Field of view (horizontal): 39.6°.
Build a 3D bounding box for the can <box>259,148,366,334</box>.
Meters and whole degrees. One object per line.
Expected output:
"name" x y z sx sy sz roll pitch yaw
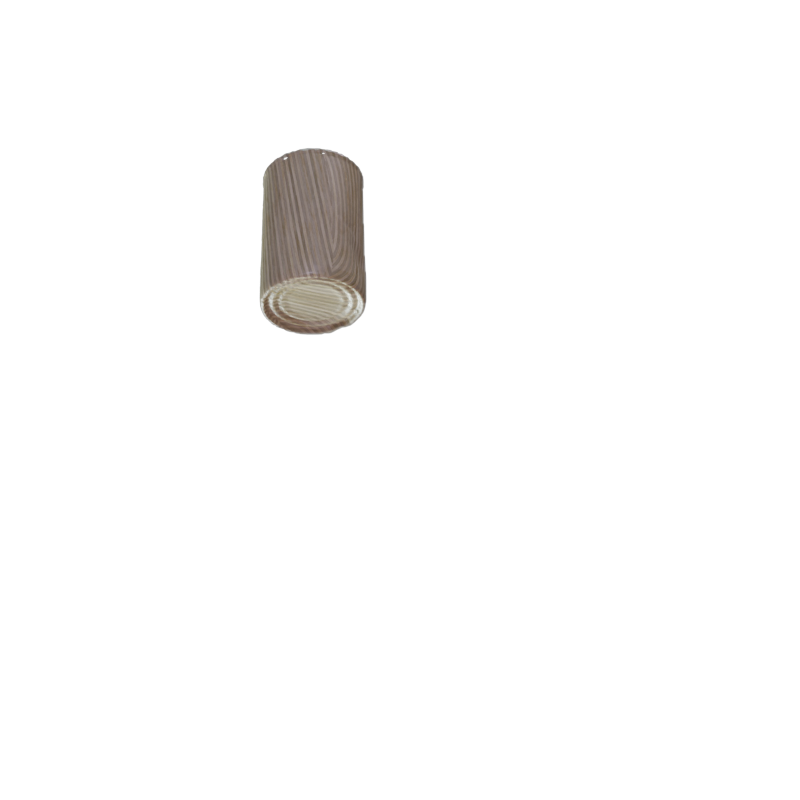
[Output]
"can" -0.056 -0.102 0.713 0.068 0.109 0.064 -1 -34 -2
